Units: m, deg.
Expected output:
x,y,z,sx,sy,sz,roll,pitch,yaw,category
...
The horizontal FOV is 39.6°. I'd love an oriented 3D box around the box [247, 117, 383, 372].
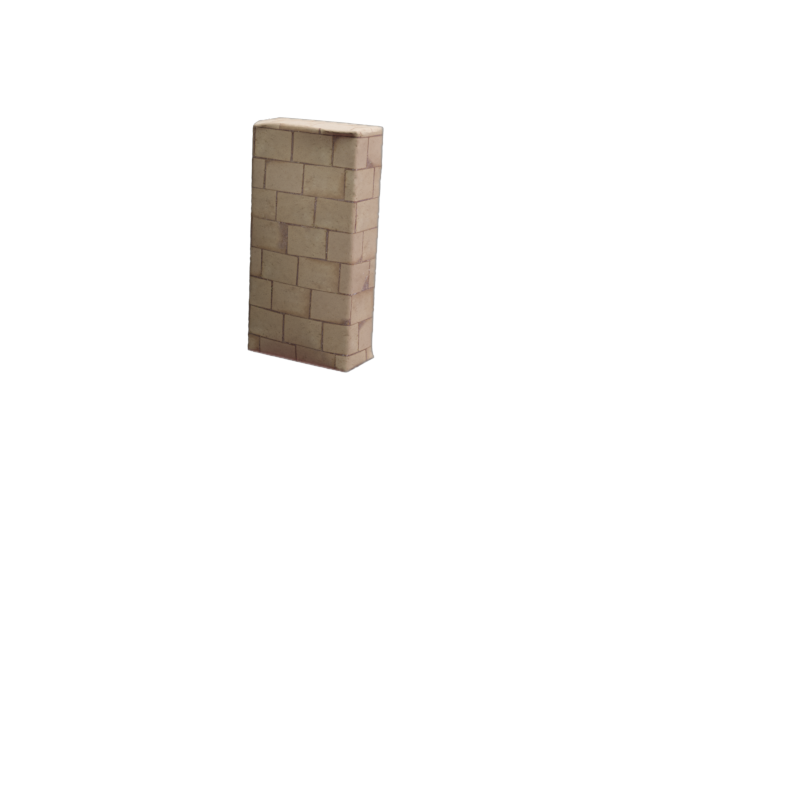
x,y,z,sx,sy,sz,roll,pitch,yaw,category
-0.064,-0.117,0.816,0.097,0.171,0.047,10,16,30,box
